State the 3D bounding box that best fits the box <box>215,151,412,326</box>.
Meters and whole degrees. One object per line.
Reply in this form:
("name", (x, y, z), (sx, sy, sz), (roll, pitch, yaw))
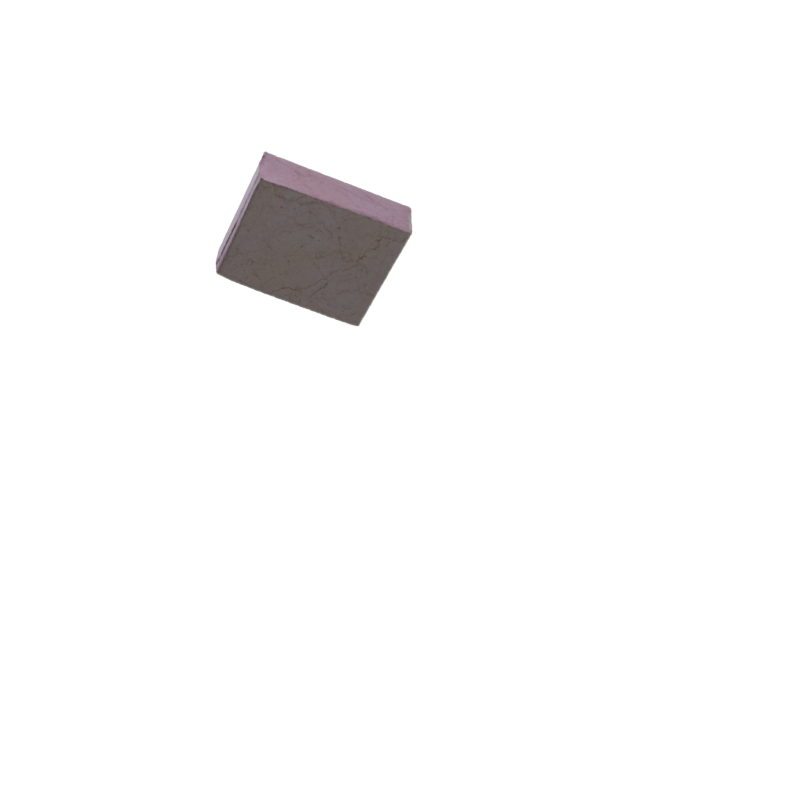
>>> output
("box", (-0.060, -0.109, 0.765), (0.110, 0.086, 0.042), (19, 35, -15))
